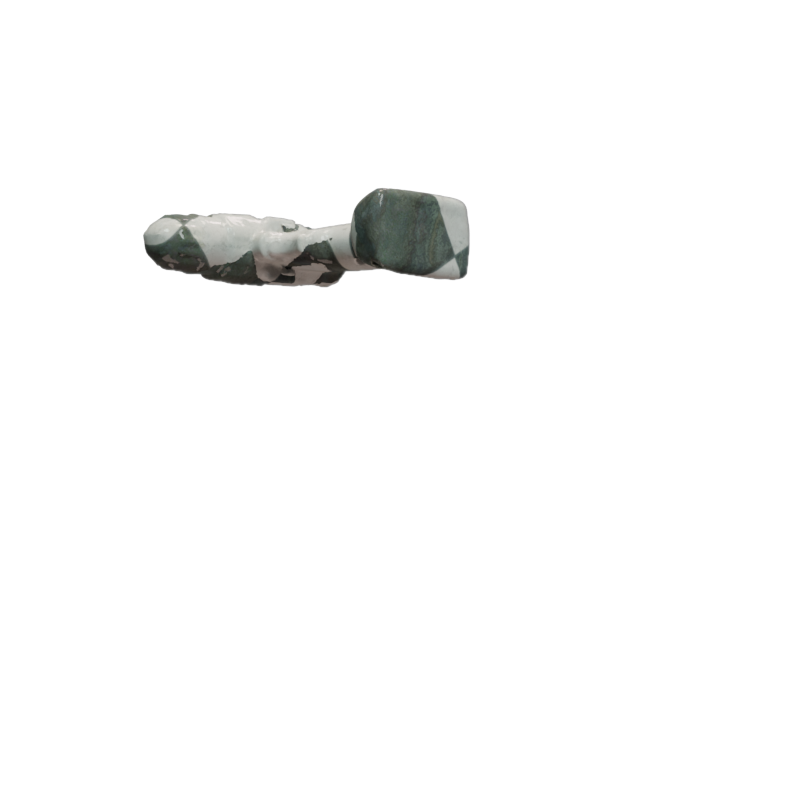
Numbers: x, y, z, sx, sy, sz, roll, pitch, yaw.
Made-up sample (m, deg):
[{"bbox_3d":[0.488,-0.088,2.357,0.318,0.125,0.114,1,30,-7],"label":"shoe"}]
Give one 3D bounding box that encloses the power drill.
[{"bbox_3d":[-0.061,-0.112,0.781,0.195,0.058,0.177,3,4,43],"label":"power drill"}]
